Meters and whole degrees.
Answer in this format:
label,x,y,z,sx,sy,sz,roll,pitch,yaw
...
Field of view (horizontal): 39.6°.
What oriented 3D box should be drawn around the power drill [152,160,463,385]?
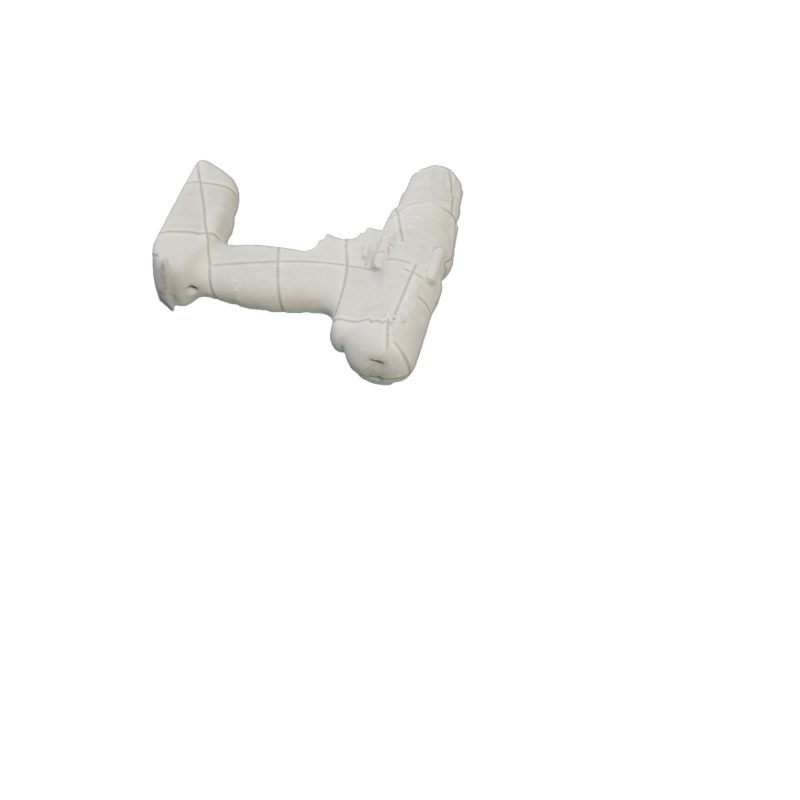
label,x,y,z,sx,sy,sz,roll,pitch,yaw
power drill,-0.058,-0.106,0.745,0.191,0.194,0.053,11,-41,10
